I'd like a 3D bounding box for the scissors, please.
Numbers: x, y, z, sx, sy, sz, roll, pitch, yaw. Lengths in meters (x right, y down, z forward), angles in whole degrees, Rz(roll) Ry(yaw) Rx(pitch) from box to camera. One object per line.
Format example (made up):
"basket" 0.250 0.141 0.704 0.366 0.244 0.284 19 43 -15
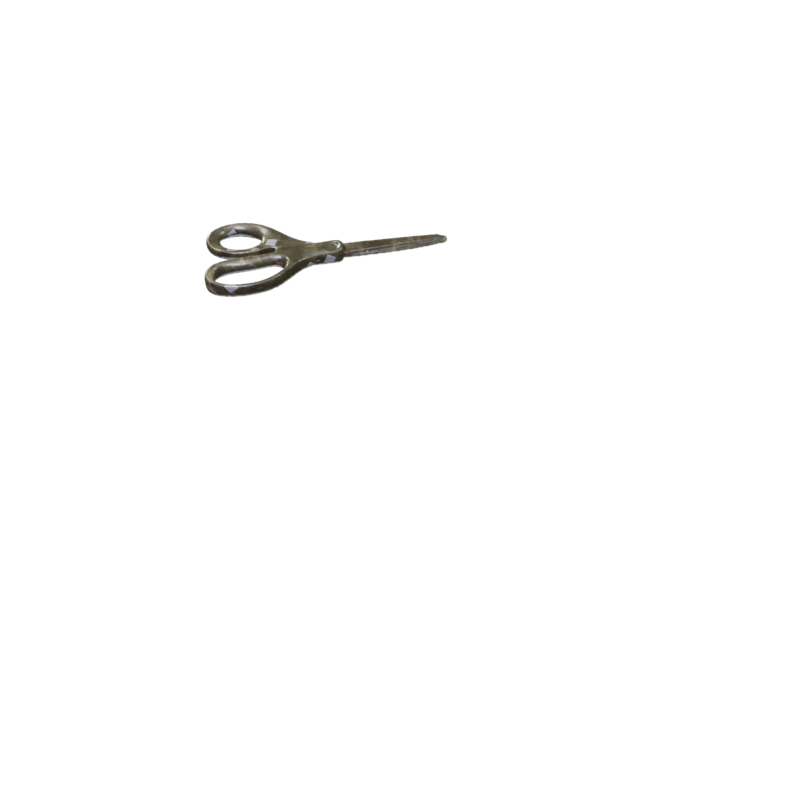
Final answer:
"scissors" -0.072 -0.131 0.914 0.199 0.015 0.104 -19 44 -21
